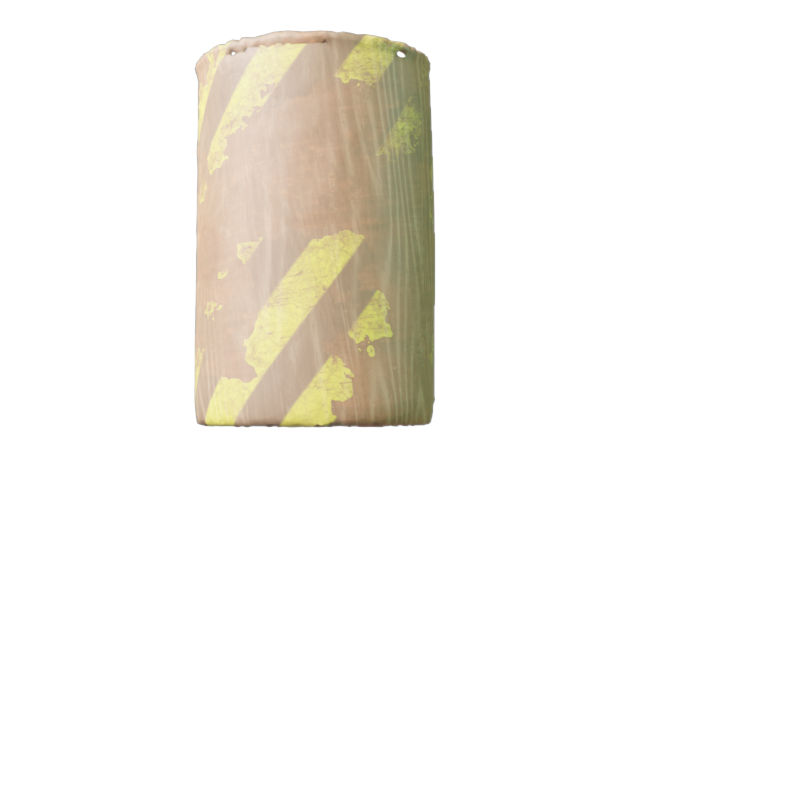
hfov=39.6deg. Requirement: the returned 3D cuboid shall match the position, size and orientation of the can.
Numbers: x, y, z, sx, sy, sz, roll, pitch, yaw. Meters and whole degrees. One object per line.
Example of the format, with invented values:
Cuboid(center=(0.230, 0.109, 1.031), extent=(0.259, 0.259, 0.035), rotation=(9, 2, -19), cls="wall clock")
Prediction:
Cuboid(center=(-0.025, -0.045, 0.314), extent=(0.068, 0.104, 0.068), rotation=(0, -5, -2), cls="can")
